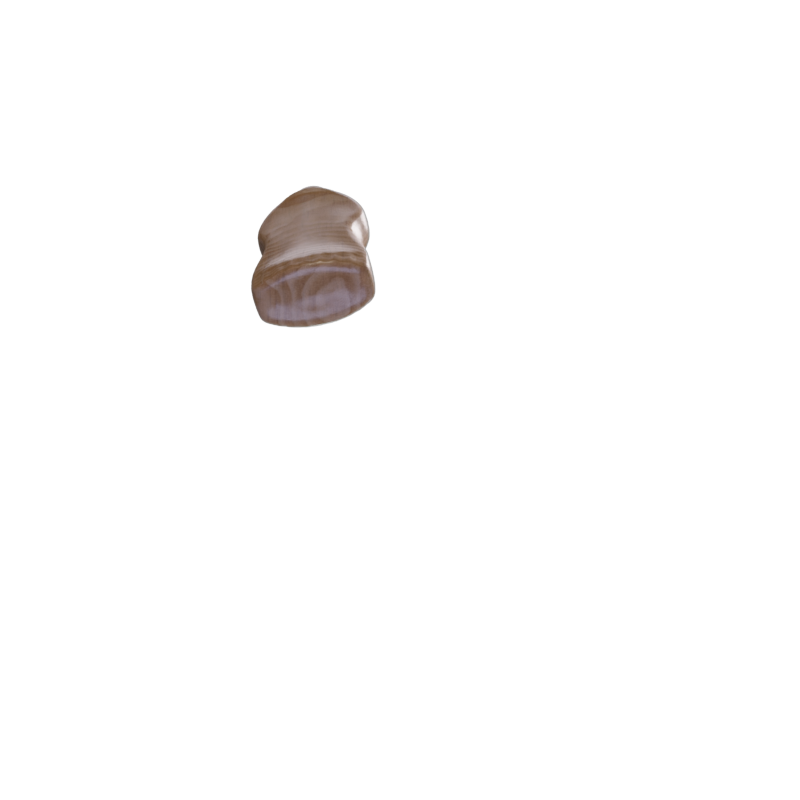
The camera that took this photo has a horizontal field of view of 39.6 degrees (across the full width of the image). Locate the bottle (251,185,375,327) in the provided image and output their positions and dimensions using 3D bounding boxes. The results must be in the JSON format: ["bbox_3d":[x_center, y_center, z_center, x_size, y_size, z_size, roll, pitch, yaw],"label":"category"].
[{"bbox_3d":[-0.074,-0.135,0.946,0.096,0.054,0.204,-14,32,5],"label":"bottle"}]
